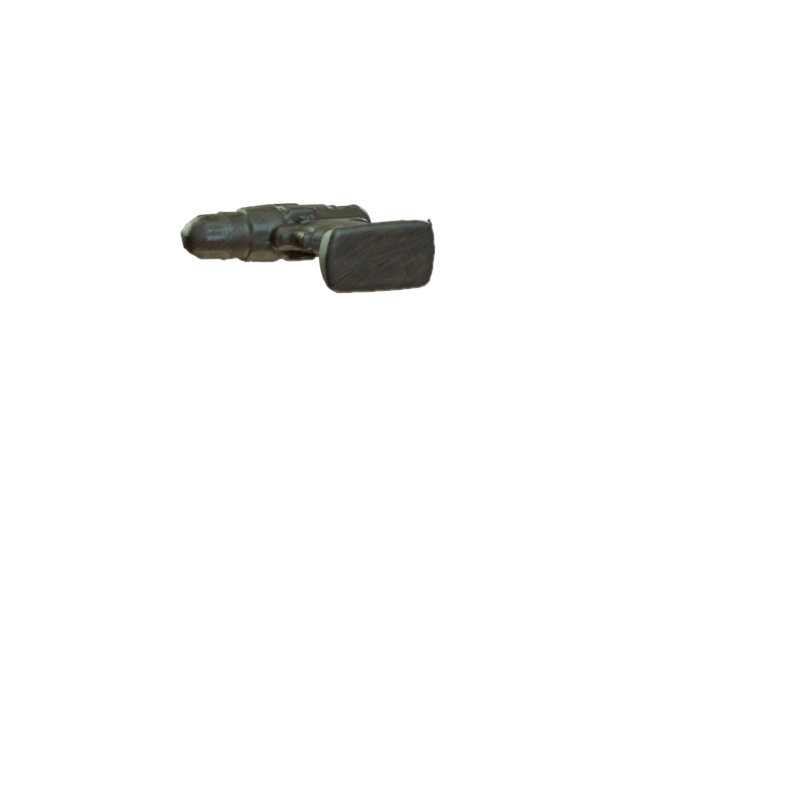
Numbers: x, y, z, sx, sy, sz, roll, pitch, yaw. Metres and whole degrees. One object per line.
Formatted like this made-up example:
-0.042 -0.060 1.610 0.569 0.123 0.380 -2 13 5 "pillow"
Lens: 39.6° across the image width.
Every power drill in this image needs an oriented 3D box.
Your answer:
-0.074 -0.135 0.948 0.180 0.055 0.199 -10 20 -29 "power drill"
